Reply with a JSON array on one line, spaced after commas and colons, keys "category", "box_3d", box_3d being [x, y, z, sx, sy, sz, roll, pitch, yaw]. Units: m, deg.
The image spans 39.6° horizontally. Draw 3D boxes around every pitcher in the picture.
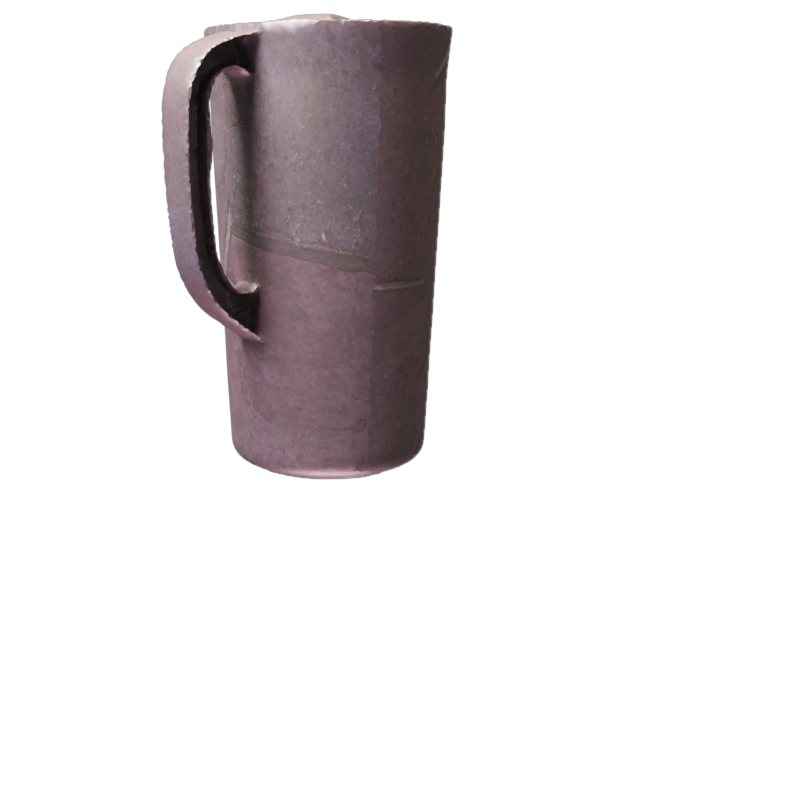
[{"category": "pitcher", "box_3d": [-0.047, -0.086, 0.602, 0.149, 0.239, 0.148, 0, 8, -4]}]
